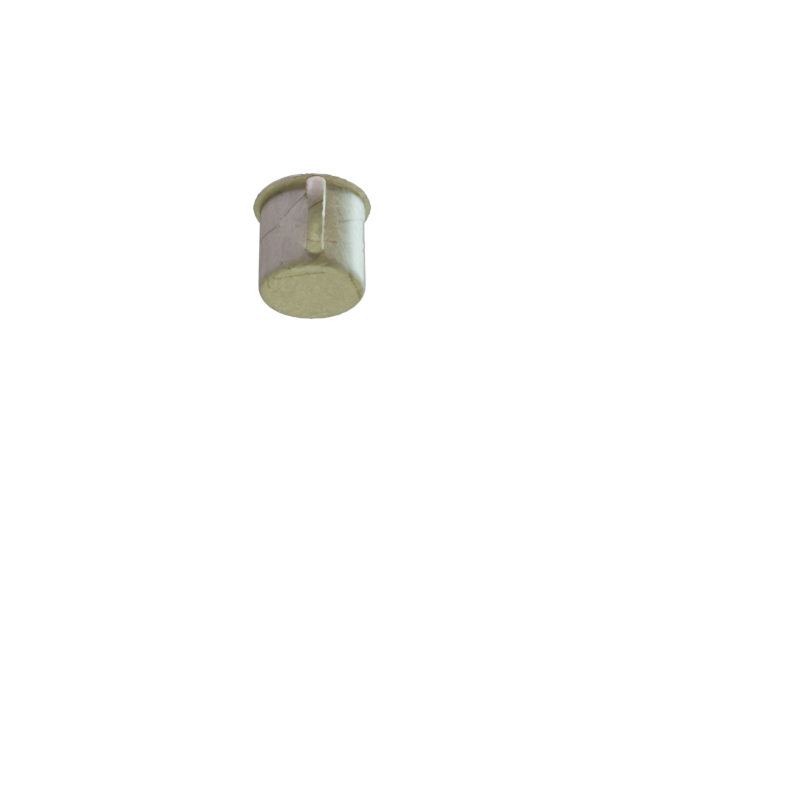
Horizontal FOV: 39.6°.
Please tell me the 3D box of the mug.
[{"bbox_3d":[-0.066,-0.121,0.847,0.092,0.087,0.111,3,-29,-7],"label":"mug"}]
